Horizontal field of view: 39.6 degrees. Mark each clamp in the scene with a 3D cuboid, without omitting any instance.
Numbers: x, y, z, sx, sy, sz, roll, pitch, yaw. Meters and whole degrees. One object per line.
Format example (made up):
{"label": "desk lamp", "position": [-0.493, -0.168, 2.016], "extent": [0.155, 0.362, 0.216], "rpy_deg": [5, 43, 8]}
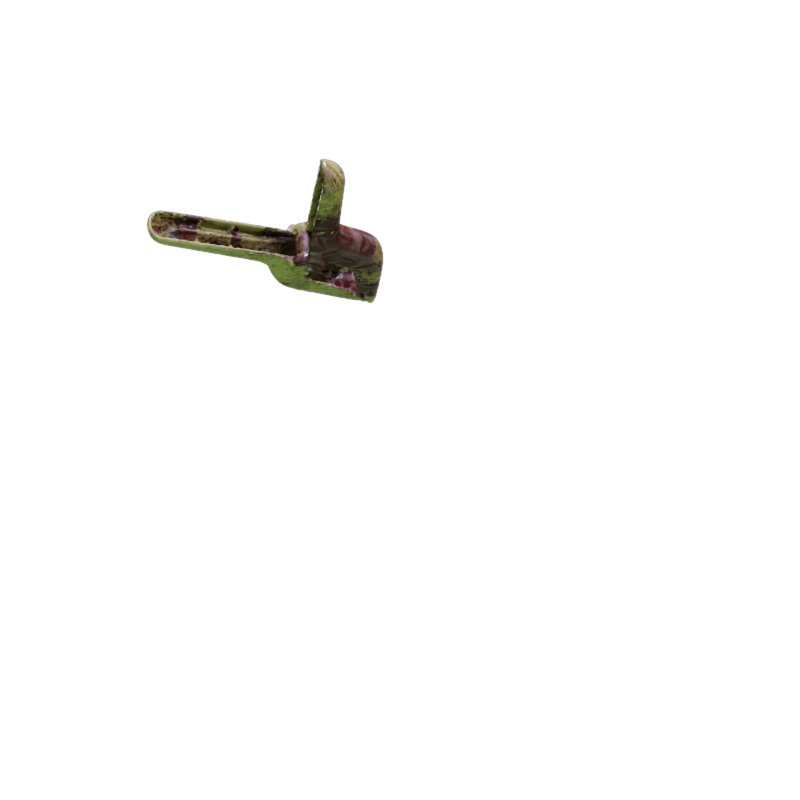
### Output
{"label": "clamp", "position": [-0.067, -0.123, 0.859], "extent": [0.167, 0.038, 0.196], "rpy_deg": [-13, -22, 34]}
